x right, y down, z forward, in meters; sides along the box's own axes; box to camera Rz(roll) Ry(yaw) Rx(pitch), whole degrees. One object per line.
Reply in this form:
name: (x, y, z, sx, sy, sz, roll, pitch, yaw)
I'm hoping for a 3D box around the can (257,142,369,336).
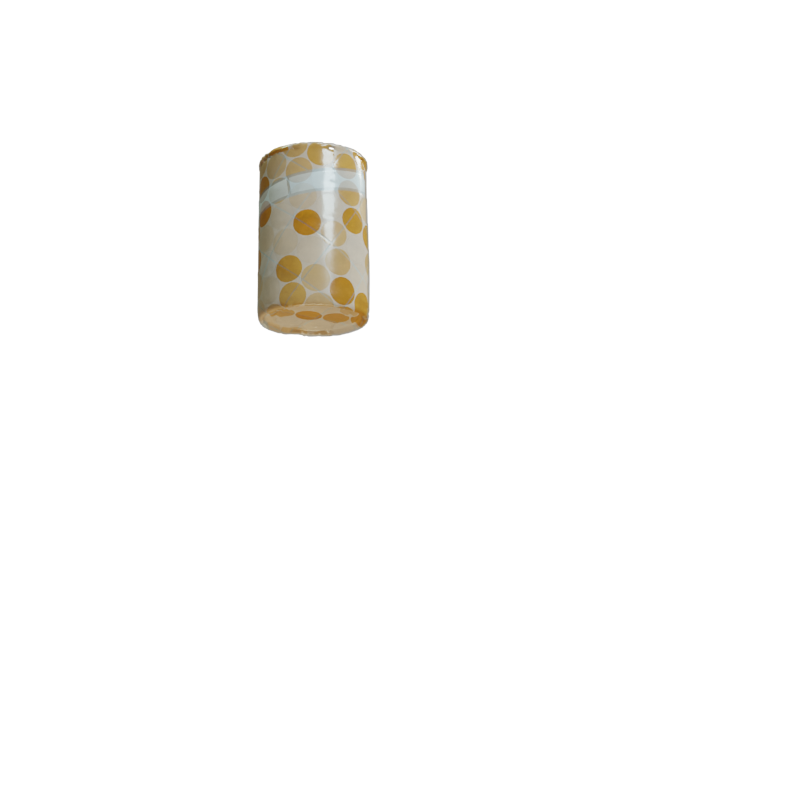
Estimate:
can: (-0.053, -0.096, 0.673, 0.068, 0.107, 0.066, 0, -19, -2)
